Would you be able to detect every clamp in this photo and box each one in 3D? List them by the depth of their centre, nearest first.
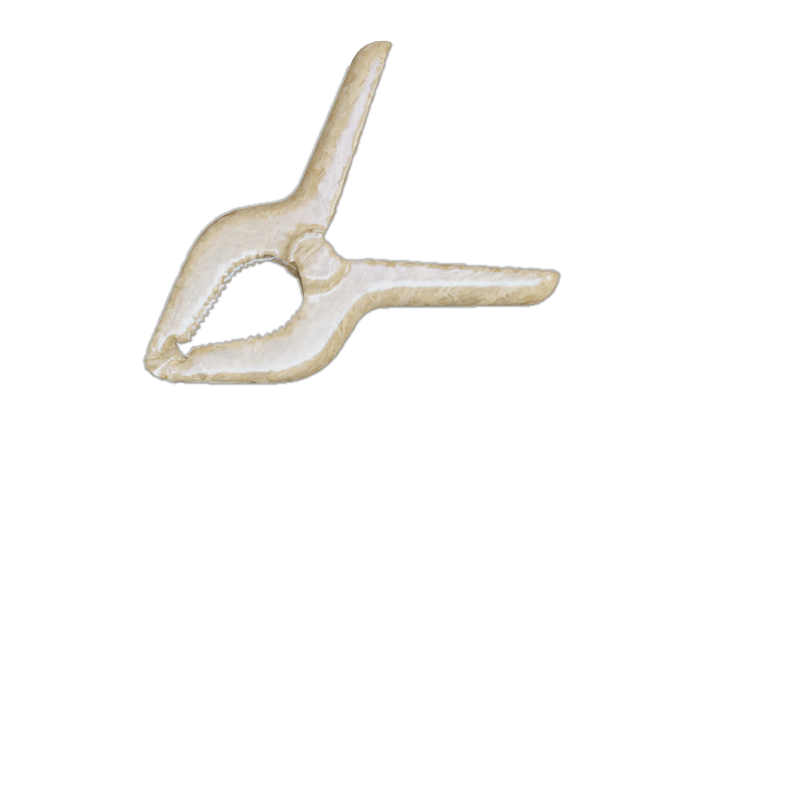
[{"bbox_3d":[-0.045,-0.083,0.578,0.210,0.169,0.035,-27,-10,-5],"label":"clamp"}]
